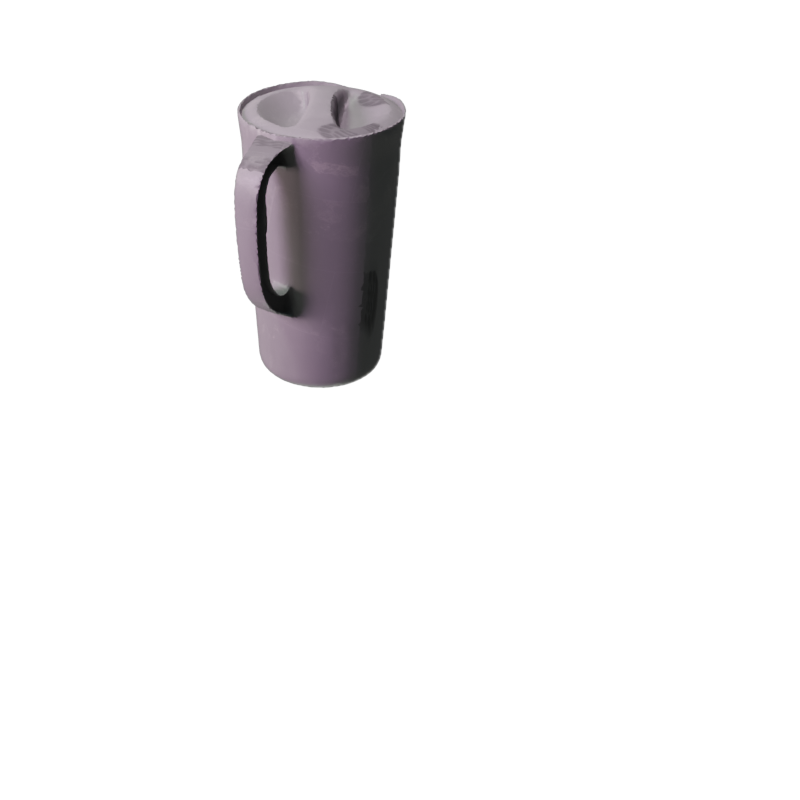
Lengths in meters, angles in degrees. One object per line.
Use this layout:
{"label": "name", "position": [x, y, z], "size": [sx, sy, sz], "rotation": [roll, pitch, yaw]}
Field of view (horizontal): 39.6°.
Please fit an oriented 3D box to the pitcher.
{"label": "pitcher", "position": [-0.072, -0.131, 0.919], "size": [0.147, 0.229, 0.156], "rotation": [-7, 31, -14]}
